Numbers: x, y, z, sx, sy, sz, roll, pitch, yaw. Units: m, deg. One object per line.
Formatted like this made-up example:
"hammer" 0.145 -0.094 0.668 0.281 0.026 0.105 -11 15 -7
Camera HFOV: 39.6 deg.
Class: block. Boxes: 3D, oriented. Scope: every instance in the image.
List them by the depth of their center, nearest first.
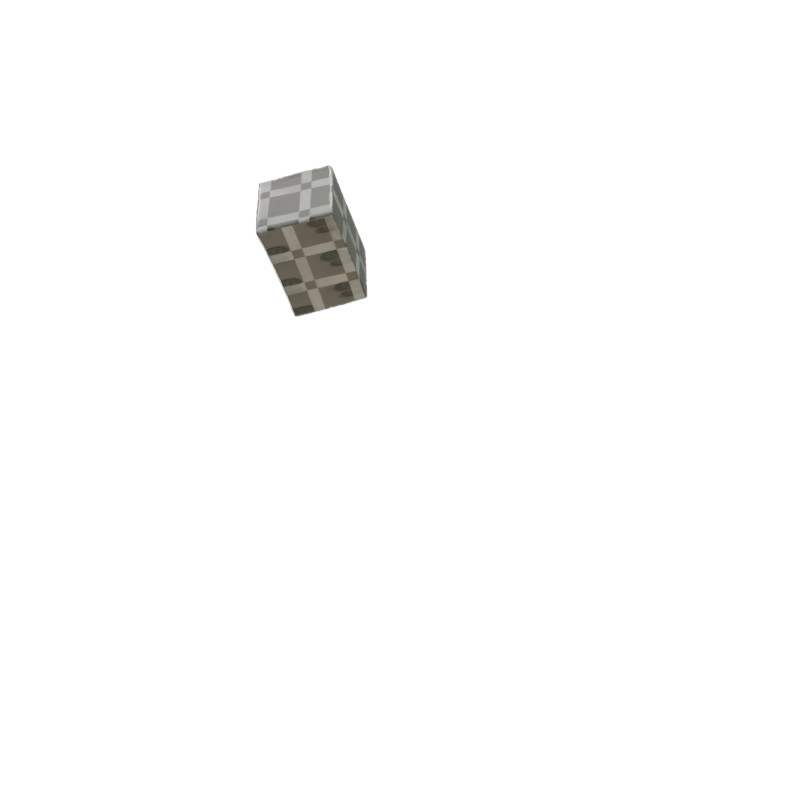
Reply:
"block" -0.057 -0.104 0.727 0.053 0.072 0.055 -13 42 10
